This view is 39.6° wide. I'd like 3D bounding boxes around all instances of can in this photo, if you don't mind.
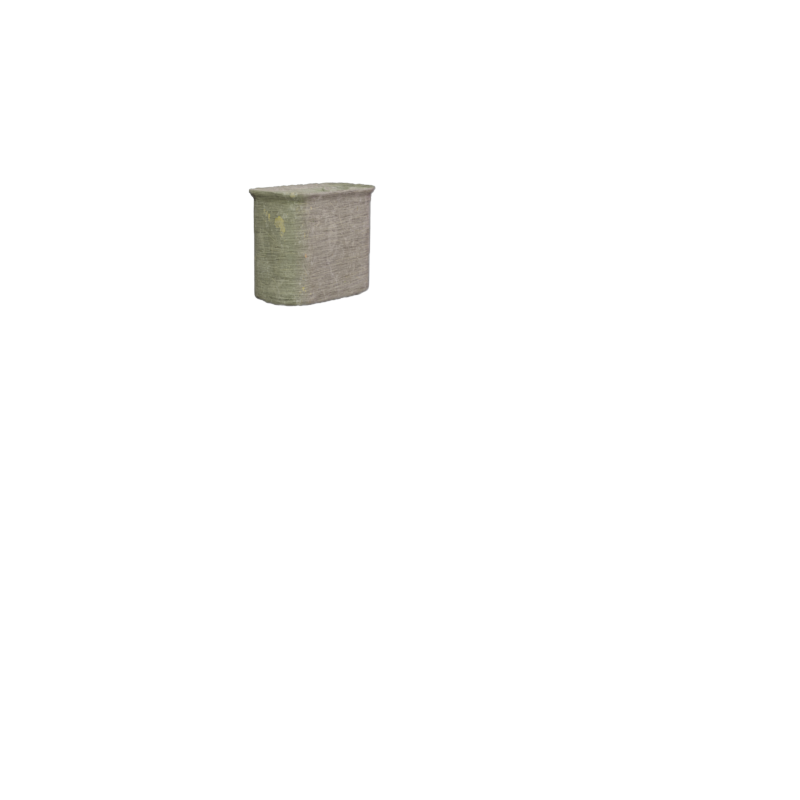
[{"bbox_3d":[-0.066,-0.120,0.843,0.060,0.082,0.099,9,15,39],"label":"can"}]
